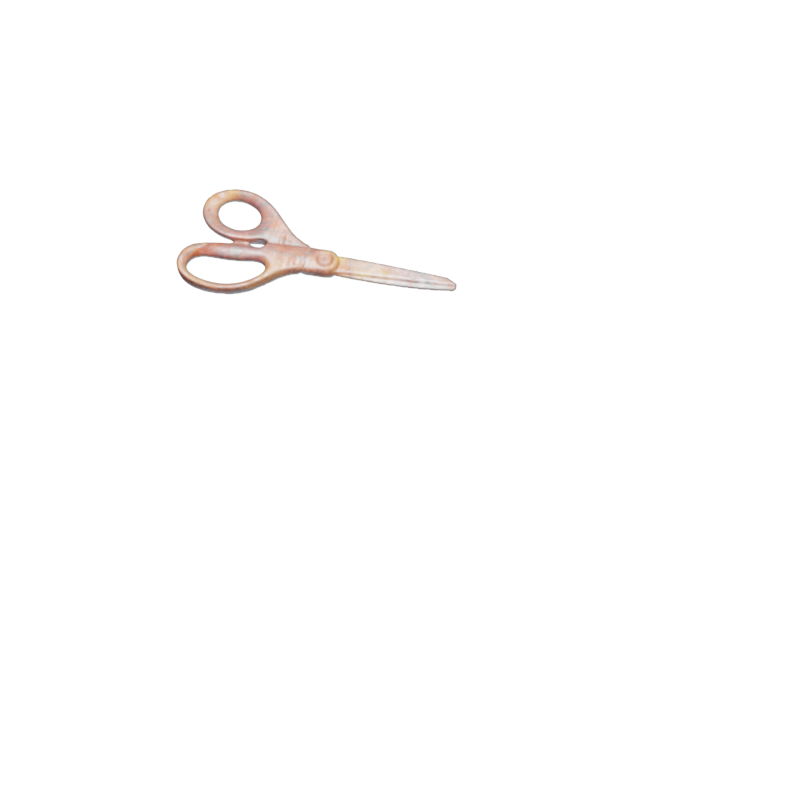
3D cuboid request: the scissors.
[{"bbox_3d":[-0.064,-0.118,0.823,0.201,0.103,0.015,-4,-30,-2],"label":"scissors"}]
